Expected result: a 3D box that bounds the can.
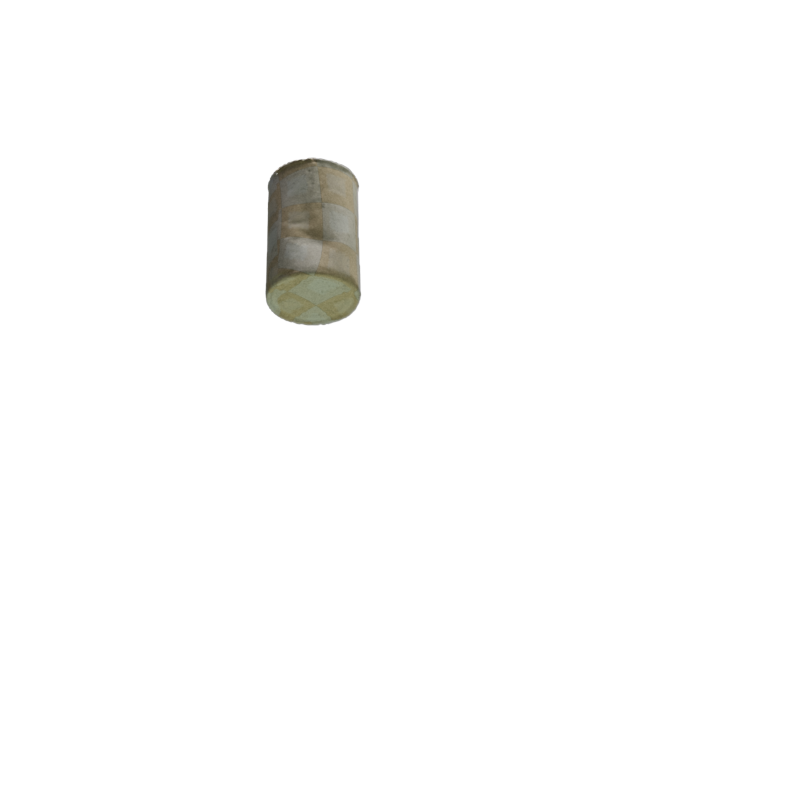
[{"bbox_3d":[-0.062,-0.114,0.796,0.068,0.109,0.064,-1,-33,-2],"label":"can"}]
